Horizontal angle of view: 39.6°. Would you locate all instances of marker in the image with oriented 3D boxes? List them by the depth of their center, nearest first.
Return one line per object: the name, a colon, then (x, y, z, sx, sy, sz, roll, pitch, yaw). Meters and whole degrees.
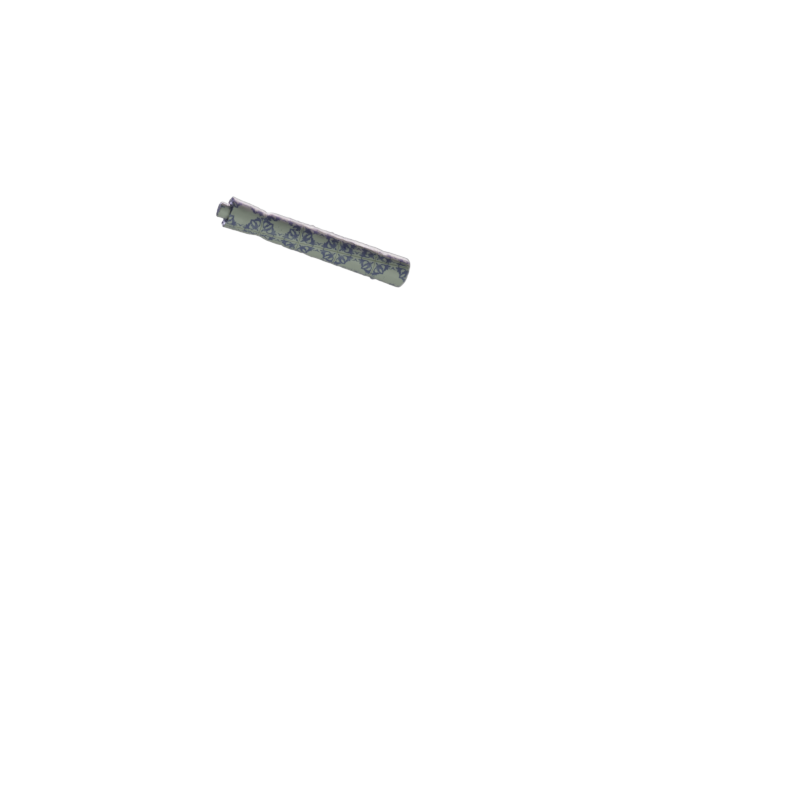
marker: (-0.052, -0.094, 0.658, 0.117, 0.020, 0.020, 17, -2, -16)
